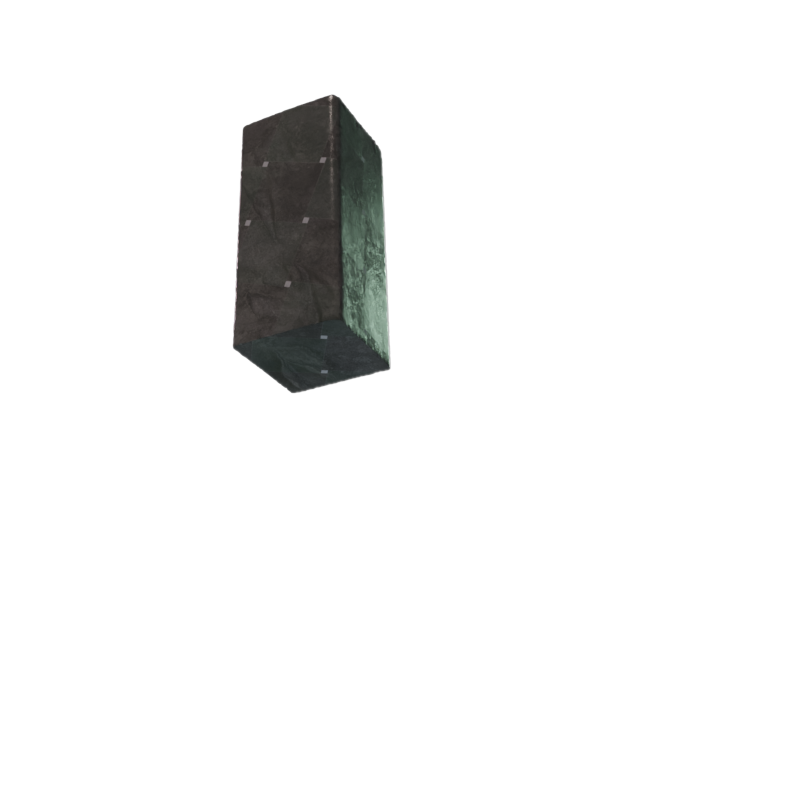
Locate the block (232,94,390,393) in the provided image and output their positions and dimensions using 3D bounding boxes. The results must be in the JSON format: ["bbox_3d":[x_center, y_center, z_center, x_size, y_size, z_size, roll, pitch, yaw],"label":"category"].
[{"bbox_3d":[-0.068,-0.125,0.873,0.091,0.220,0.084,-16,-34,22],"label":"block"}]
